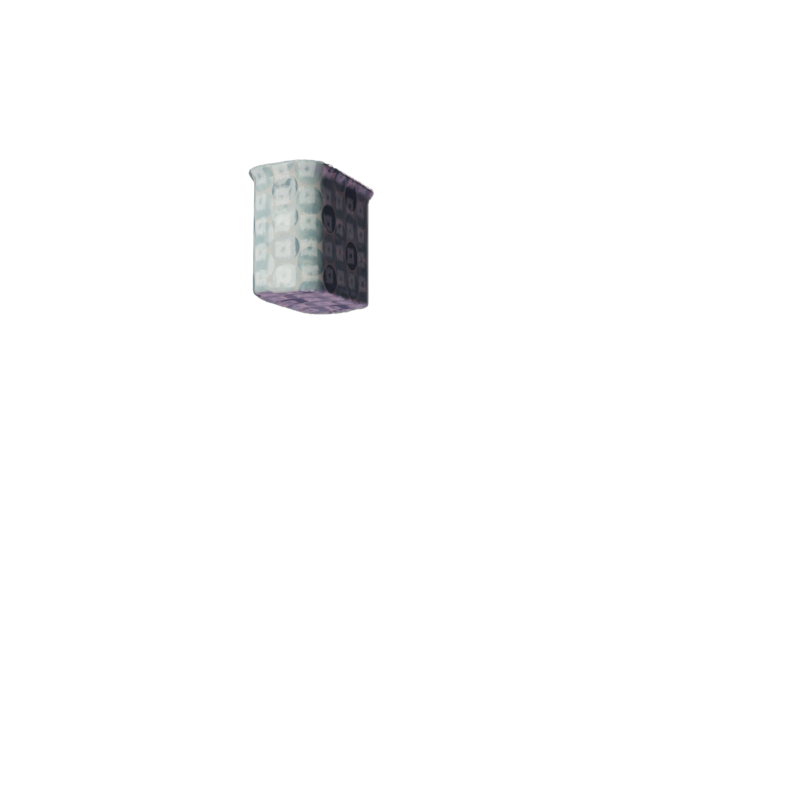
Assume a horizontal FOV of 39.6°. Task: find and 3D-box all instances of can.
[{"bbox_3d":[-0.058,-0.105,0.738,0.059,0.086,0.097,-5,-9,24],"label":"can"}]
